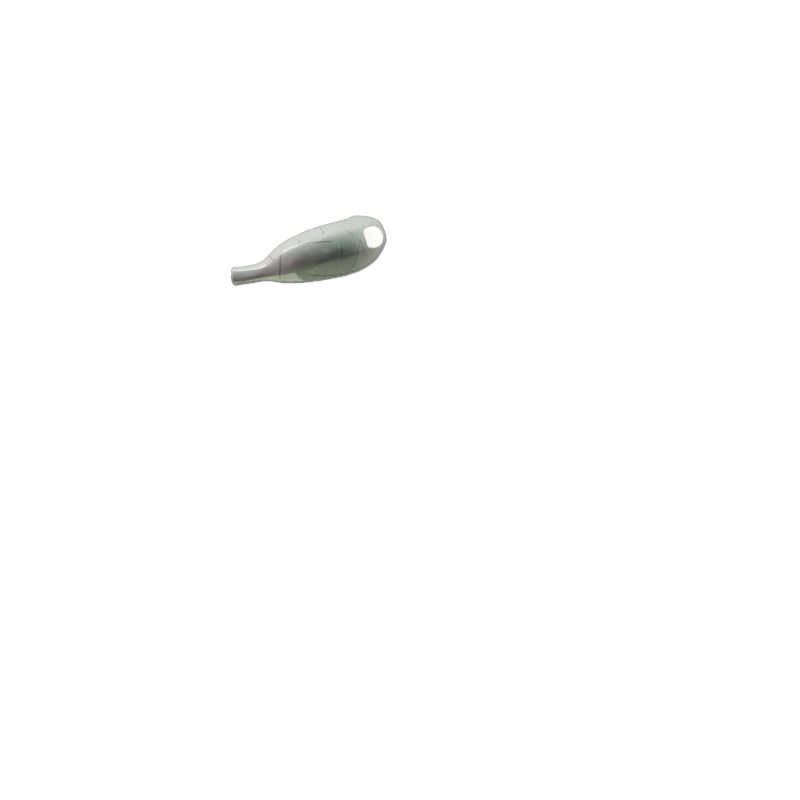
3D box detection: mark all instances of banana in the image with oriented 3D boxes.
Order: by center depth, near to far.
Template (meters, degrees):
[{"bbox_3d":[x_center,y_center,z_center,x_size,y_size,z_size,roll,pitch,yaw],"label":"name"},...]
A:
[{"bbox_3d":[-0.047,-0.111,0.791,0.072,0.036,0.197,5,16,20],"label":"banana"}]
